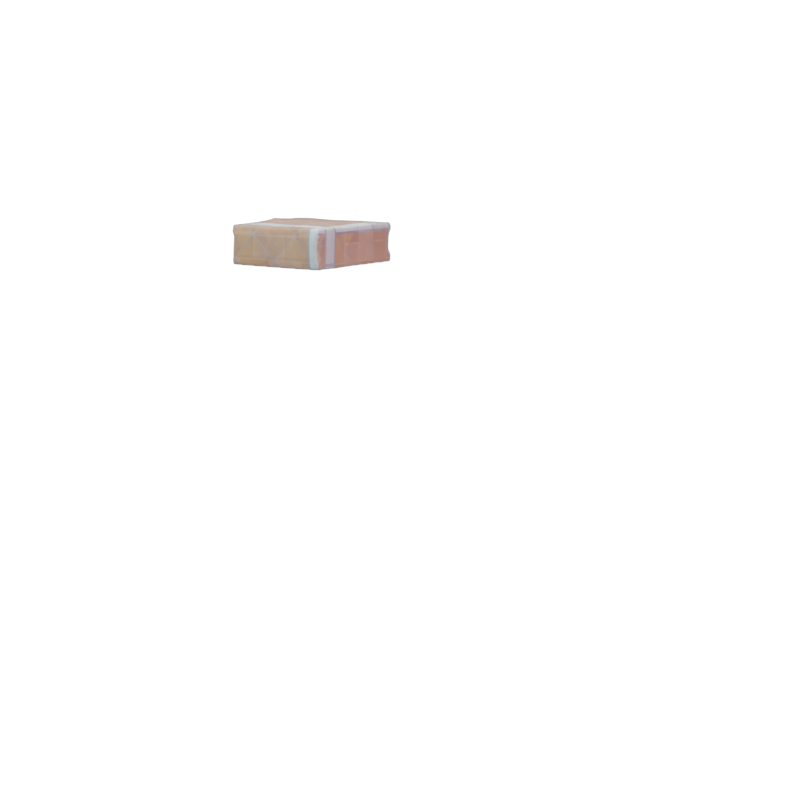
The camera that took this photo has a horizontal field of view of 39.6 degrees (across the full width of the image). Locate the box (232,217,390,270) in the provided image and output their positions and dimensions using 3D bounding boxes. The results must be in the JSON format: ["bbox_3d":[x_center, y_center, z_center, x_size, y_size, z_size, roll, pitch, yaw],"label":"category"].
[{"bbox_3d":[-0.060,-0.109,0.763,0.076,0.030,0.087,8,15,33],"label":"box"}]
